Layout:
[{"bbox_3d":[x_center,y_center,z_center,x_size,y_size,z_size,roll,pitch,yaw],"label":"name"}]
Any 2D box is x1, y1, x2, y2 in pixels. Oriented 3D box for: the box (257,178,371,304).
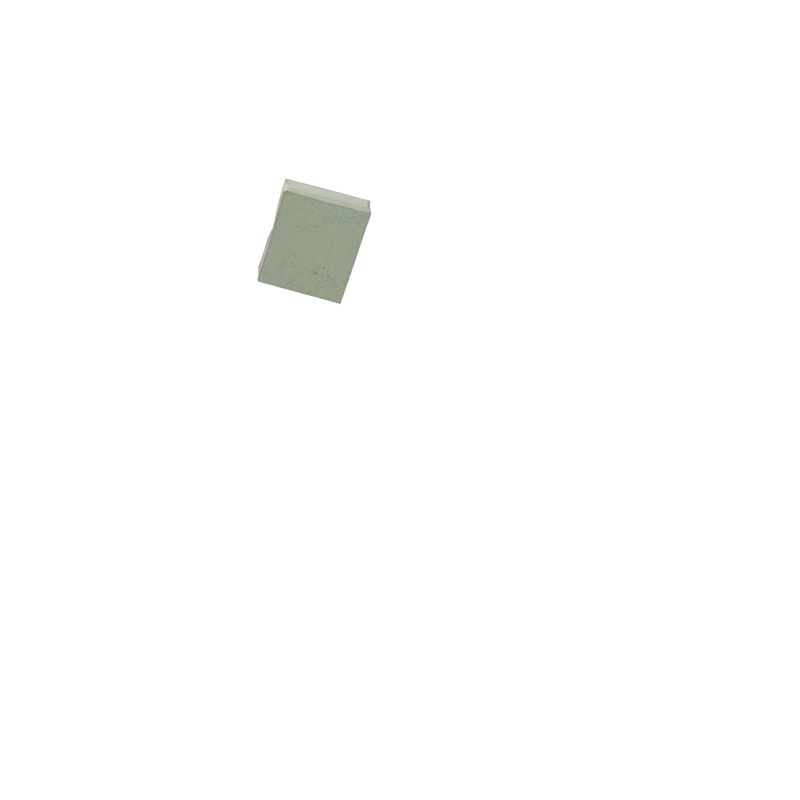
[{"bbox_3d":[-0.071,-0.130,0.911,0.072,0.085,0.032,15,27,-9],"label":"box"}]
